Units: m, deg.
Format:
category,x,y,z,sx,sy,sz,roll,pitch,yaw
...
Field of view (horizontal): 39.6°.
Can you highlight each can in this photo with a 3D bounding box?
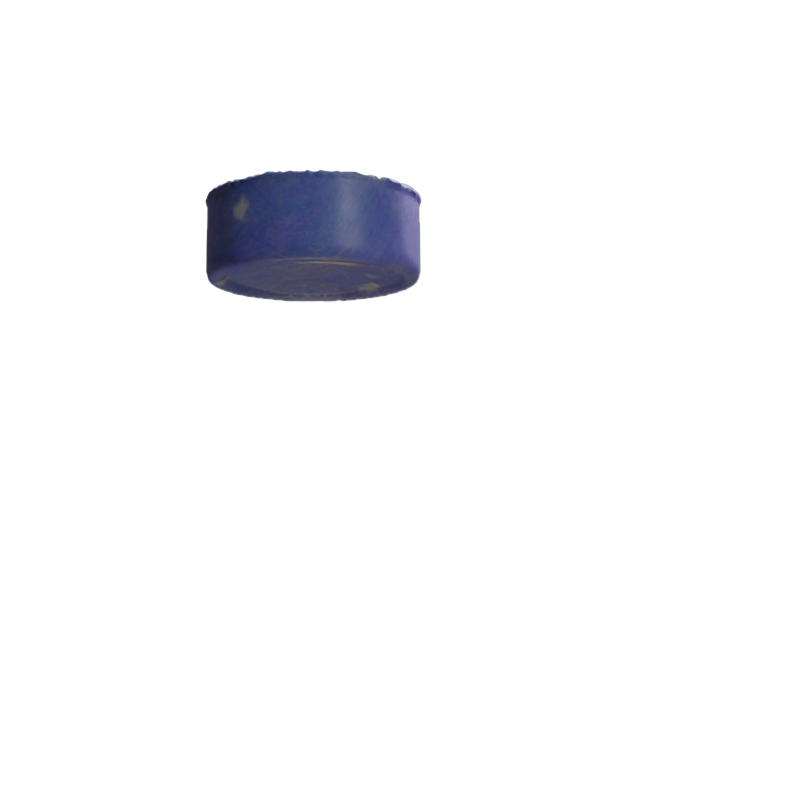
category,x,y,z,sx,sy,sz,roll,pitch,yaw
can,-0.034,-0.063,0.439,0.086,0.034,0.084,0,-7,-2
